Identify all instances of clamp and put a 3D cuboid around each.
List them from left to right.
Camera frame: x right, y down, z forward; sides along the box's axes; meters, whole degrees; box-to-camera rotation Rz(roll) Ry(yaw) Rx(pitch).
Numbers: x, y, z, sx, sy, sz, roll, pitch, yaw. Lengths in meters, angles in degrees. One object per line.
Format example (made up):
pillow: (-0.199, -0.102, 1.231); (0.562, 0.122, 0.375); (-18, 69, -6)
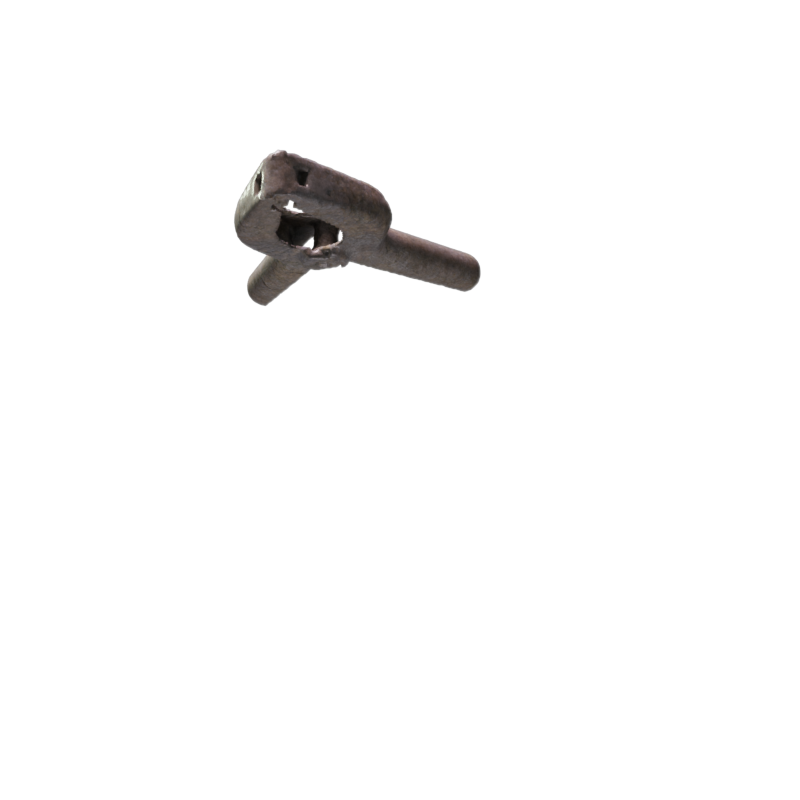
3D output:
clamp: (-0.055, -0.100, 0.697); (0.168, 0.038, 0.198); (-5, -14, 21)
